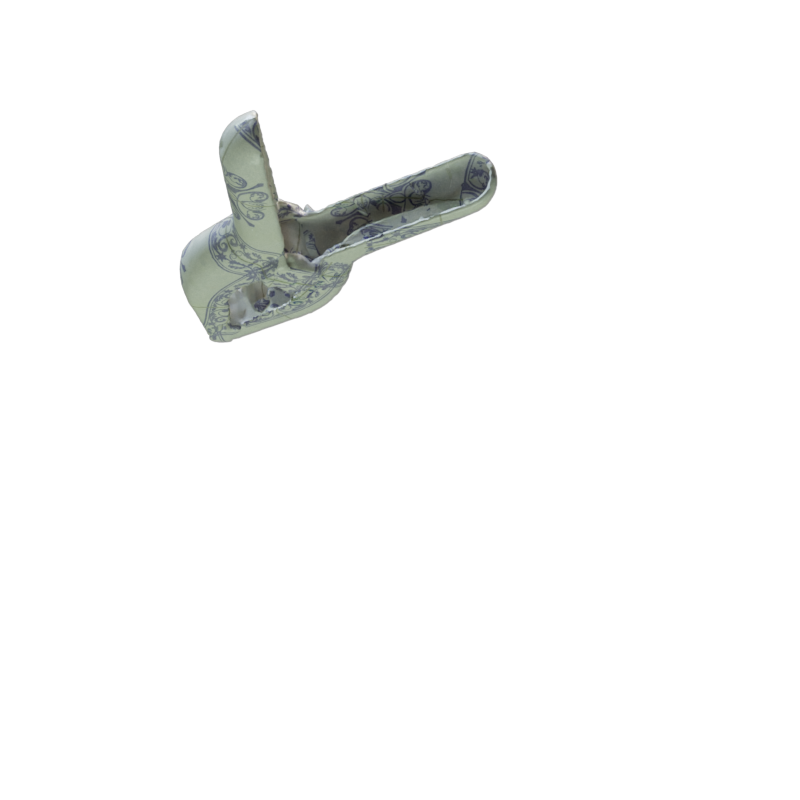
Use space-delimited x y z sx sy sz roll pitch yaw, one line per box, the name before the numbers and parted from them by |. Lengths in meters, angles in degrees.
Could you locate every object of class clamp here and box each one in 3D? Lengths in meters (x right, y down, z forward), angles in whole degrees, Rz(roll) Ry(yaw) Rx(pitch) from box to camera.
clamp | -0.039 -0.070 0.492 0.117 0.041 0.168 8 -21 -20
